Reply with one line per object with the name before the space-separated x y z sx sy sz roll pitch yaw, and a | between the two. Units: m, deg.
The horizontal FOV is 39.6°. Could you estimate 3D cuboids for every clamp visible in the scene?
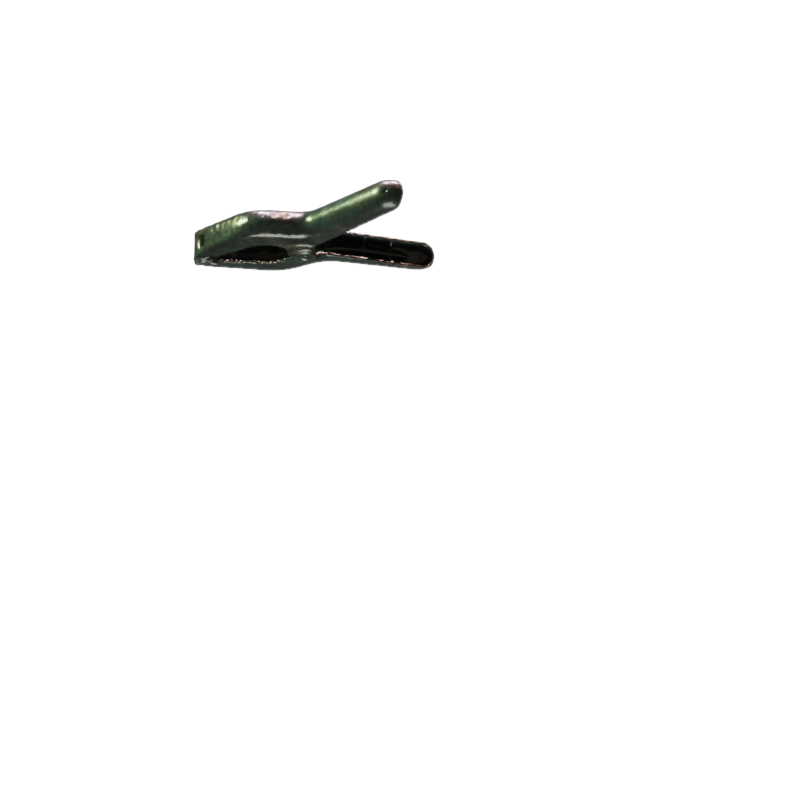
clamp | -0.076 -0.138 0.967 0.214 0.038 0.155 -5 -16 19
